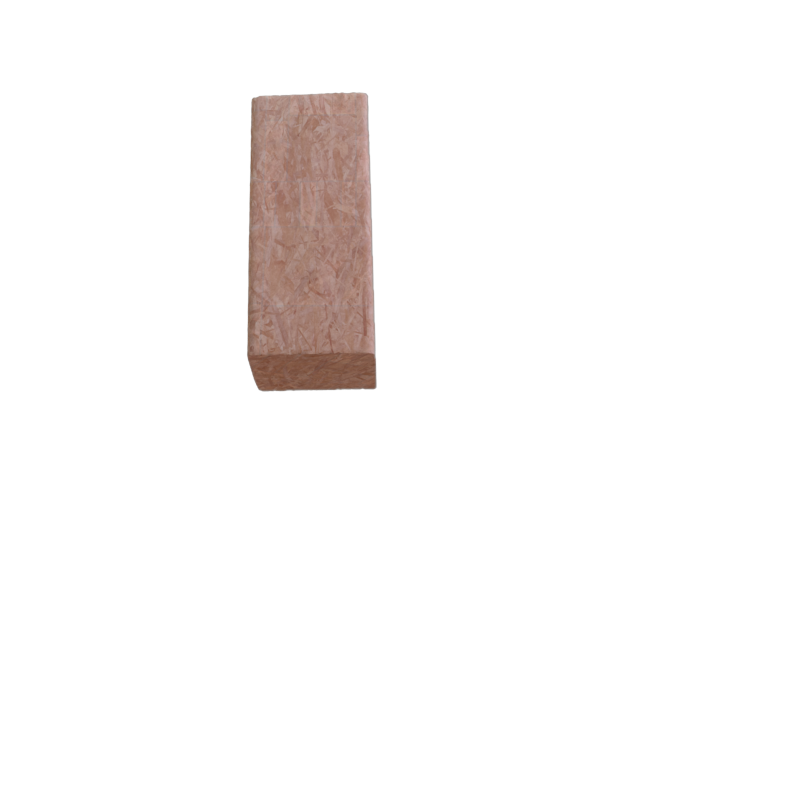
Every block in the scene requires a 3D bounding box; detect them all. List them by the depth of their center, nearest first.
[{"bbox_3d":[-0.066,-0.119,0.834,0.091,0.217,0.085,-2,-22,1],"label":"block"}]
